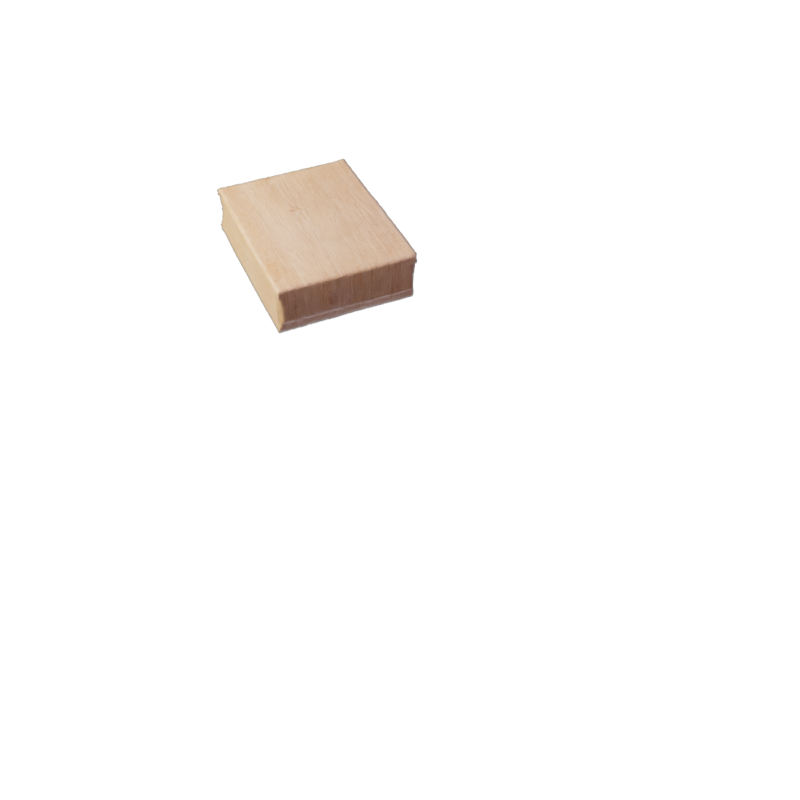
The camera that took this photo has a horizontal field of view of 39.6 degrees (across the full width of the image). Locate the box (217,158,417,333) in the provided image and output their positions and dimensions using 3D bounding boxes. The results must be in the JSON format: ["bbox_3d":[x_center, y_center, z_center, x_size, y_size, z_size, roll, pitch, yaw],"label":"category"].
[{"bbox_3d":[-0.054,-0.099,0.690,0.089,0.036,0.123,-16,44,-18],"label":"box"}]
